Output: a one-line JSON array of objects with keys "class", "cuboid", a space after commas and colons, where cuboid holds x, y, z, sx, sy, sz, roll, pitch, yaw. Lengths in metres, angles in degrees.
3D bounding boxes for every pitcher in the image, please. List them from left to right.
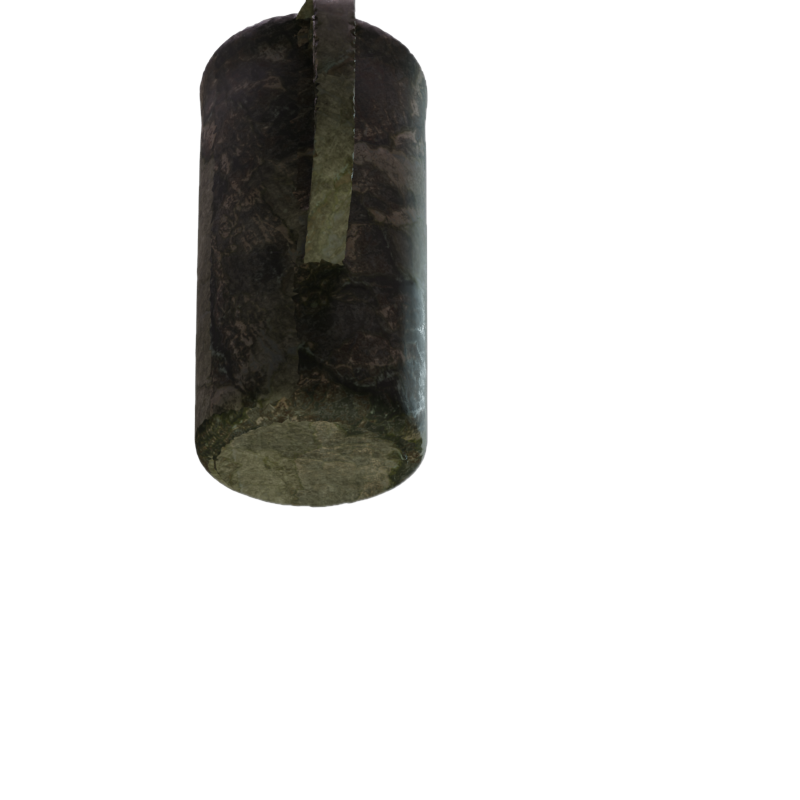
[{"class": "pitcher", "cuboid": [-0.045, -0.082, 0.571, 0.146, 0.260, 0.138, -24, -40, 28]}]
